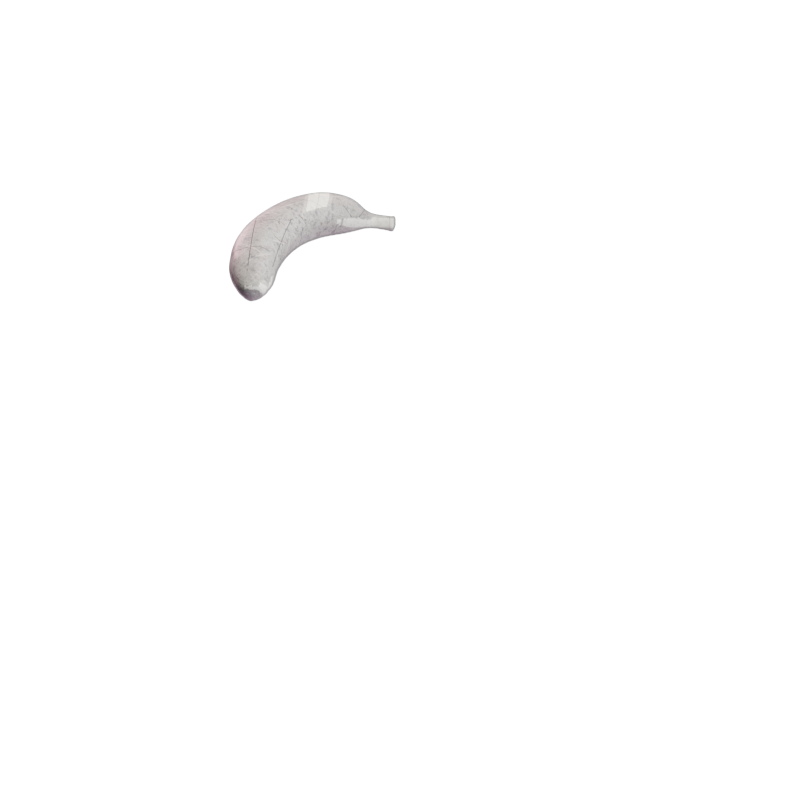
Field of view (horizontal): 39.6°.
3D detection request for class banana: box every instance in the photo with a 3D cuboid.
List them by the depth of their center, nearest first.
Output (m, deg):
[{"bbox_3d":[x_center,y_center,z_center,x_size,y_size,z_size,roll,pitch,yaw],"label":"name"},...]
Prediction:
[{"bbox_3d":[-0.078,-0.122,0.825,0.073,0.035,0.199,14,30,26],"label":"banana"}]
